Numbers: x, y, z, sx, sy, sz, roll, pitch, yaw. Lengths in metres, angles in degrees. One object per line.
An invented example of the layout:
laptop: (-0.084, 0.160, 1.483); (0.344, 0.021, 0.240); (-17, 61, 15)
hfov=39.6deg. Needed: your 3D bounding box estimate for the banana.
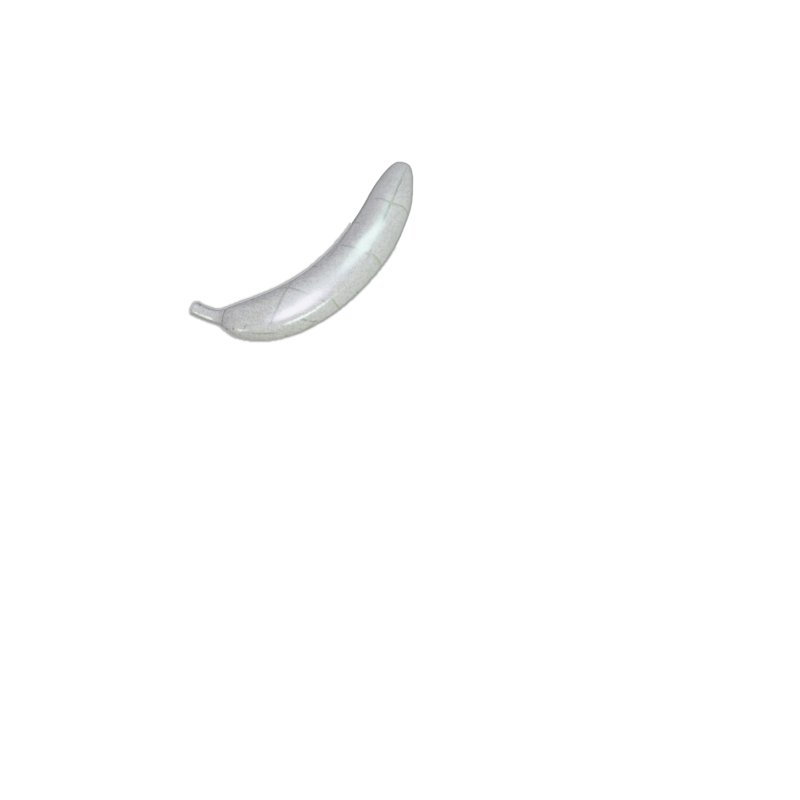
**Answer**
banana: (-0.056, -0.099, 0.809); (0.198, 0.072, 0.035); (-36, -13, -11)
